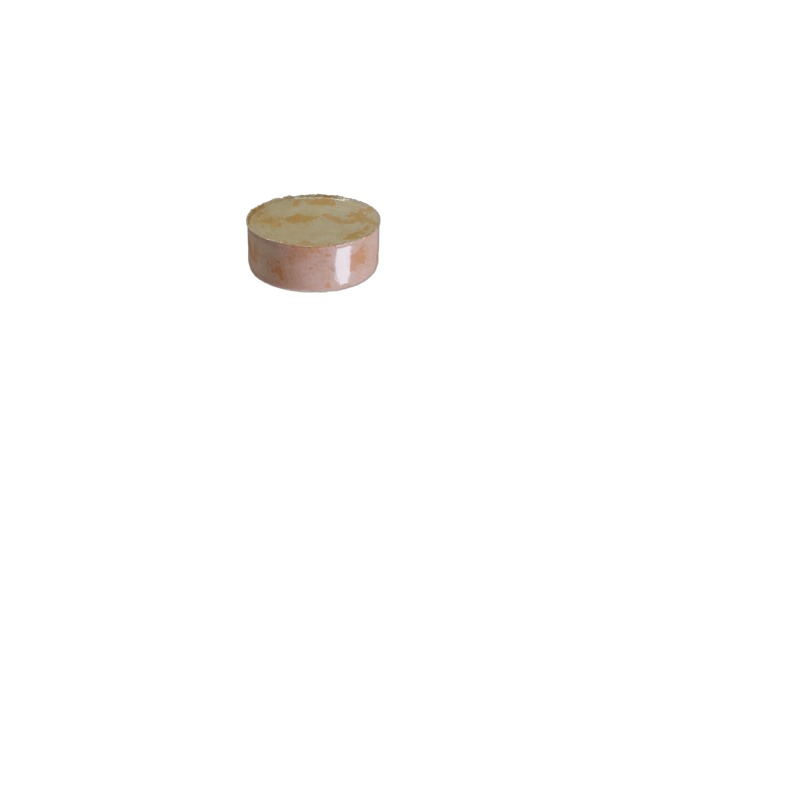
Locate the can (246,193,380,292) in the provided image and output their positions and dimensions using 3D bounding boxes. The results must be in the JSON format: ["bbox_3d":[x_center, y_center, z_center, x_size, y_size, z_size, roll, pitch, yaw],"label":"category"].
[{"bbox_3d":[-0.056,-0.101,0.711,0.086,0.032,0.091,-1,30,-2],"label":"can"}]
